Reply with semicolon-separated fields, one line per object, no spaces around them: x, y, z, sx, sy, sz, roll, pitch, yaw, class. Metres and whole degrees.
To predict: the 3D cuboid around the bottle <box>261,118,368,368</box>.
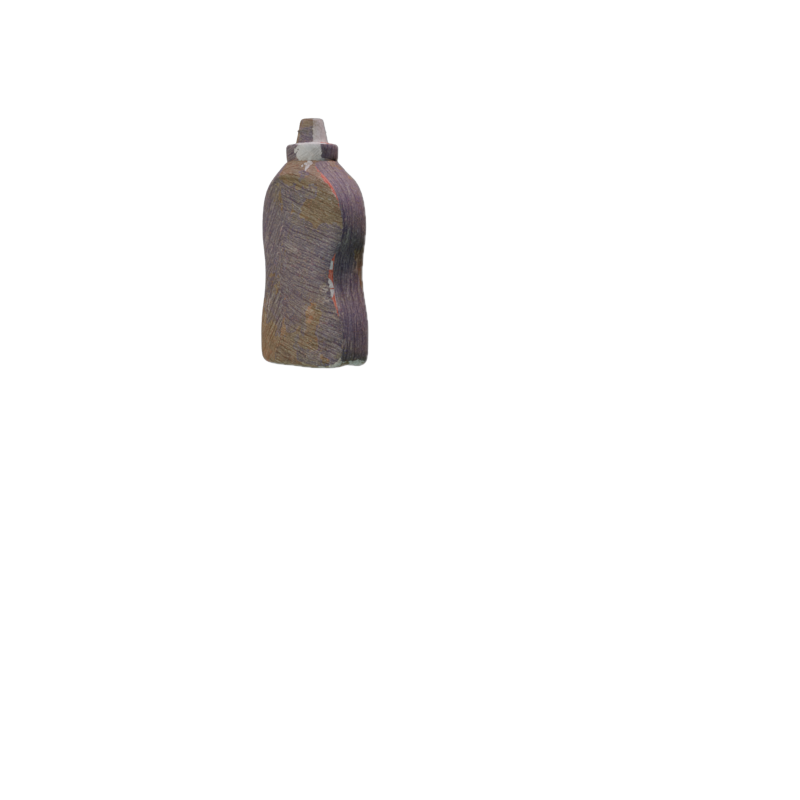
-0.068;-0.124;0.866;0.056;0.192;0.100;0;0;-42;bottle
